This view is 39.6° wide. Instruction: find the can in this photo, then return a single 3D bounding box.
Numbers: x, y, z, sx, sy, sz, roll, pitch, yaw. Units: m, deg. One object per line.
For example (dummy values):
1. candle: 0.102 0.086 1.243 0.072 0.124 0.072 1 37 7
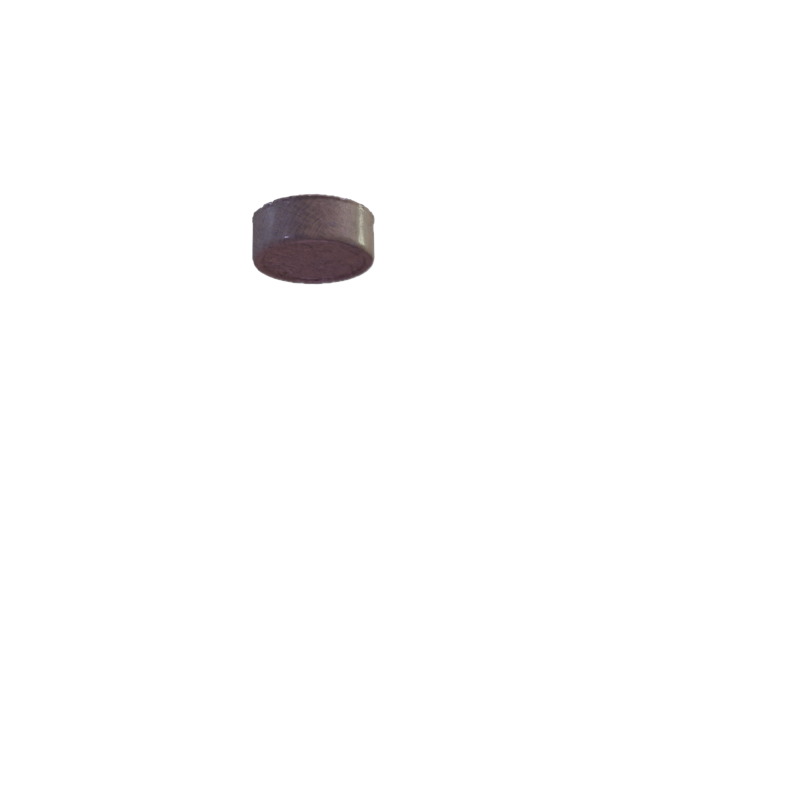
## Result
1. can: -0.060 -0.110 0.769 0.086 0.035 0.082 0 -16 -2
